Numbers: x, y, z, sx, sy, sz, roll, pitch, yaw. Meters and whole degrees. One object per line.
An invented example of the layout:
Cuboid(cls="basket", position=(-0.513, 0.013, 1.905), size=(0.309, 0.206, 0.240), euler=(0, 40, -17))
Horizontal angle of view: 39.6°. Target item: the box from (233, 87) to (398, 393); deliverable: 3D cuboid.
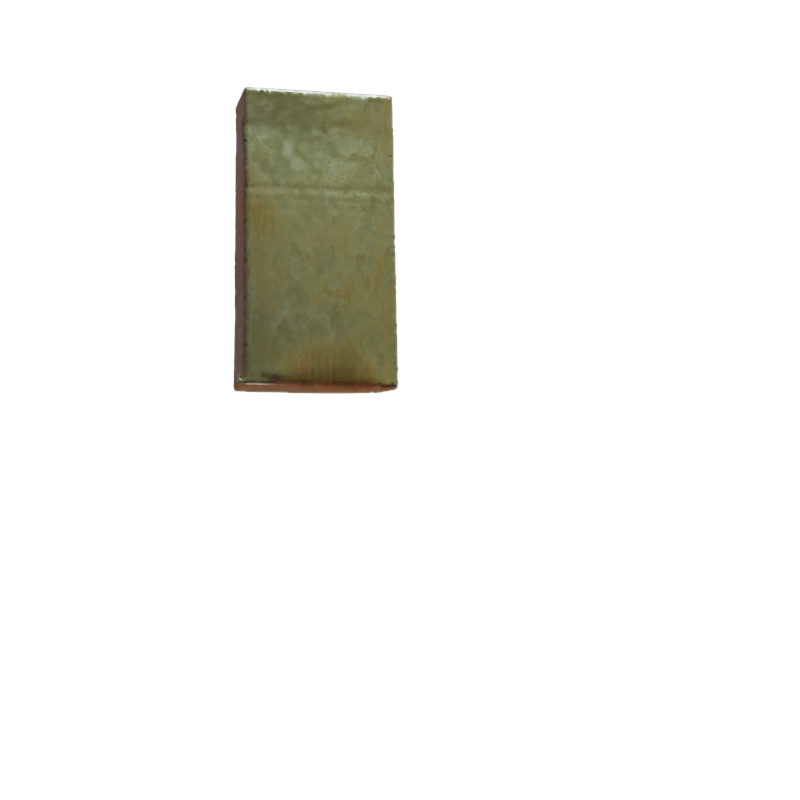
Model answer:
Cuboid(cls="box", position=(-0.051, -0.094, 0.658), size=(0.092, 0.182, 0.047), euler=(2, -13, -12))
